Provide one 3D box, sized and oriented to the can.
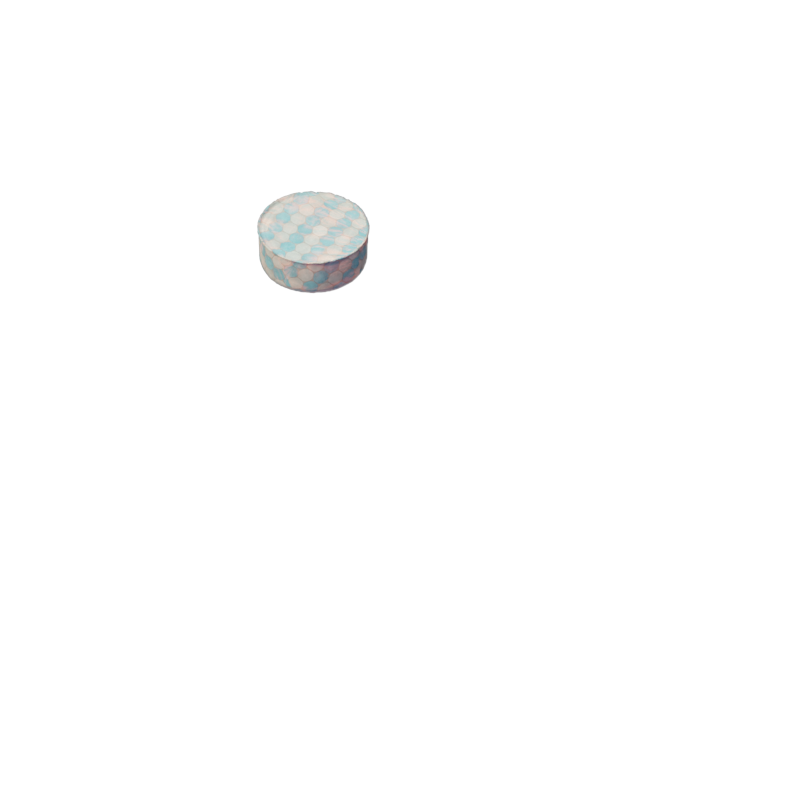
[{"bbox_3d":[-0.067,-0.122,0.856,0.086,0.031,0.092,-1,45,-1],"label":"can"}]
